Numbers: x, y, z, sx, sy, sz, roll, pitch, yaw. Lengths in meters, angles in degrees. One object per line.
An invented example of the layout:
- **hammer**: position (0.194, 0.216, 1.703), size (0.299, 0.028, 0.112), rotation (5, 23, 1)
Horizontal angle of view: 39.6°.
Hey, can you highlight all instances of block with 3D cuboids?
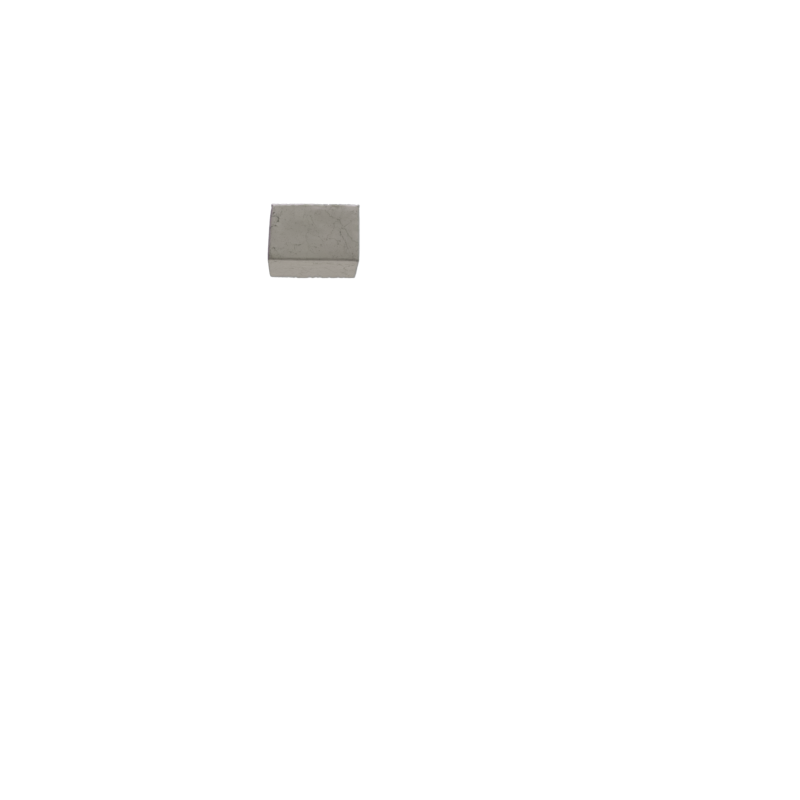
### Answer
- **block**: position (-0.075, -0.136, 0.955), size (0.078, 0.053, 0.051), rotation (0, -14, -3)
